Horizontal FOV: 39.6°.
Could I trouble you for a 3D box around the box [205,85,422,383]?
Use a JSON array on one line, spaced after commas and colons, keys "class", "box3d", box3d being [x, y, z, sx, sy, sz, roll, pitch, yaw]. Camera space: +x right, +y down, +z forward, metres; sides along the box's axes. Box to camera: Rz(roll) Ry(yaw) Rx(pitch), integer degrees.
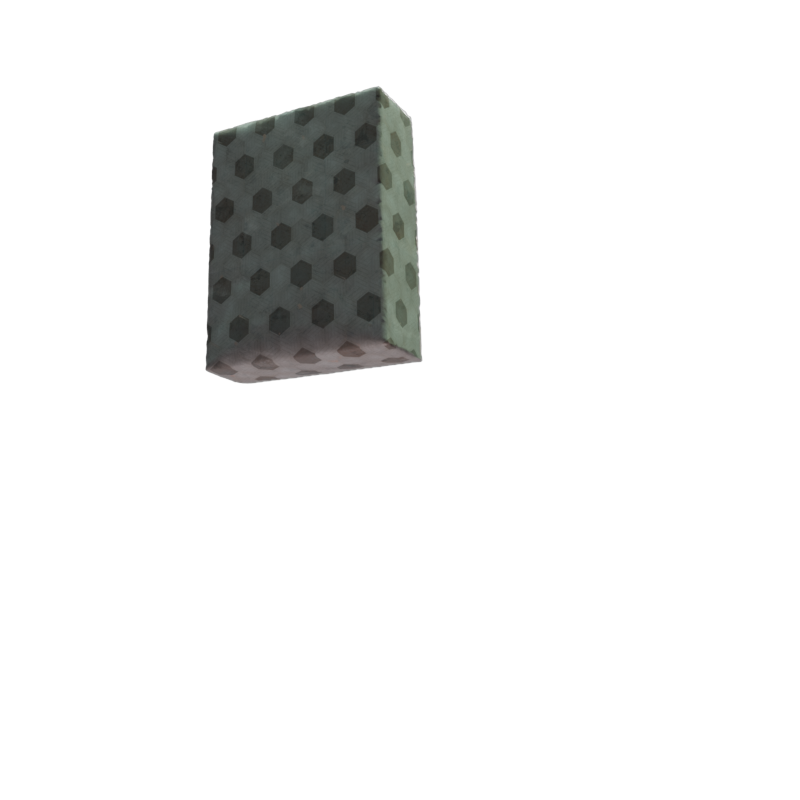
[{"class": "box", "box3d": [-0.071, -0.129, 0.902, 0.167, 0.224, 0.067, -10, -22, 26]}]
